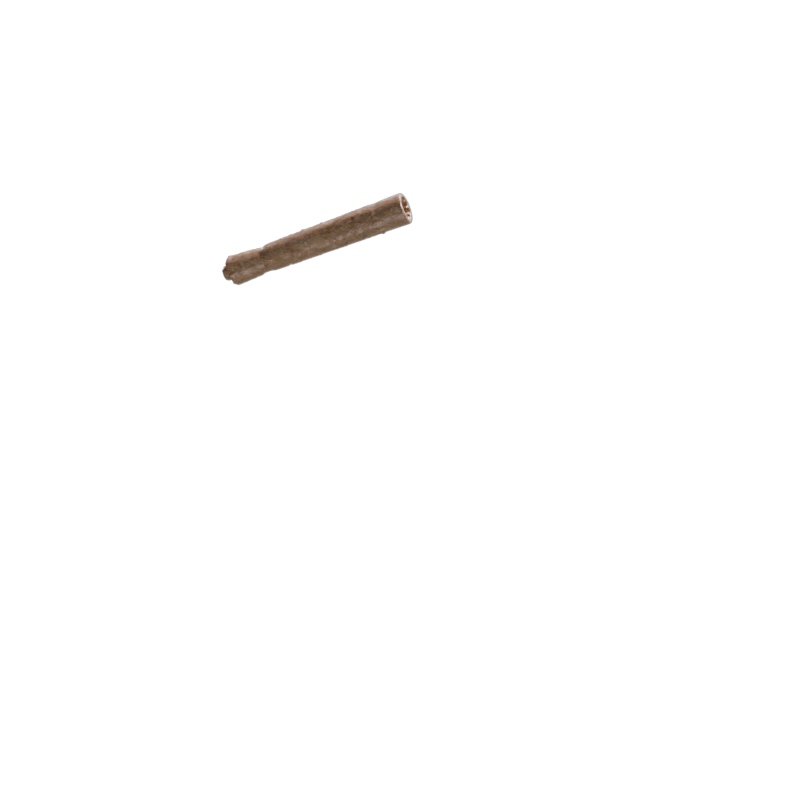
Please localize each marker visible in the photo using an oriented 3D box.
[{"bbox_3d":[-0.051,-0.094,0.655,0.122,0.020,0.019,-17,-2,20],"label":"marker"}]
